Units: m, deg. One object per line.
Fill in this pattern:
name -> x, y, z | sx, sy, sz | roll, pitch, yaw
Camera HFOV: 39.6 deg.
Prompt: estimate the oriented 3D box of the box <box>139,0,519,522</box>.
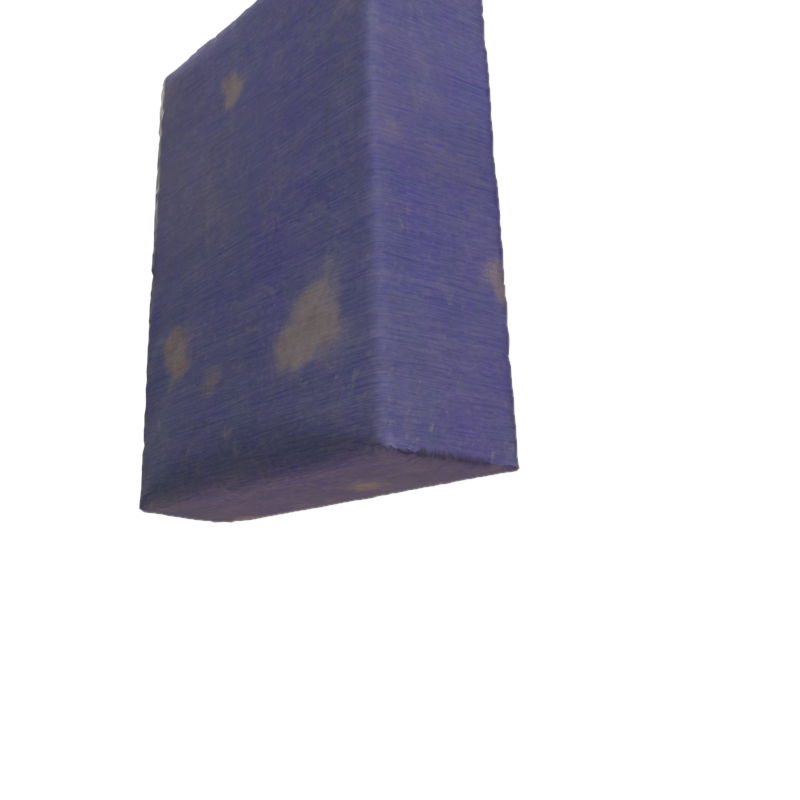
box -> -0.036, -0.066, 0.465 | 0.068, 0.224, 0.165 | 15, -25, -38
